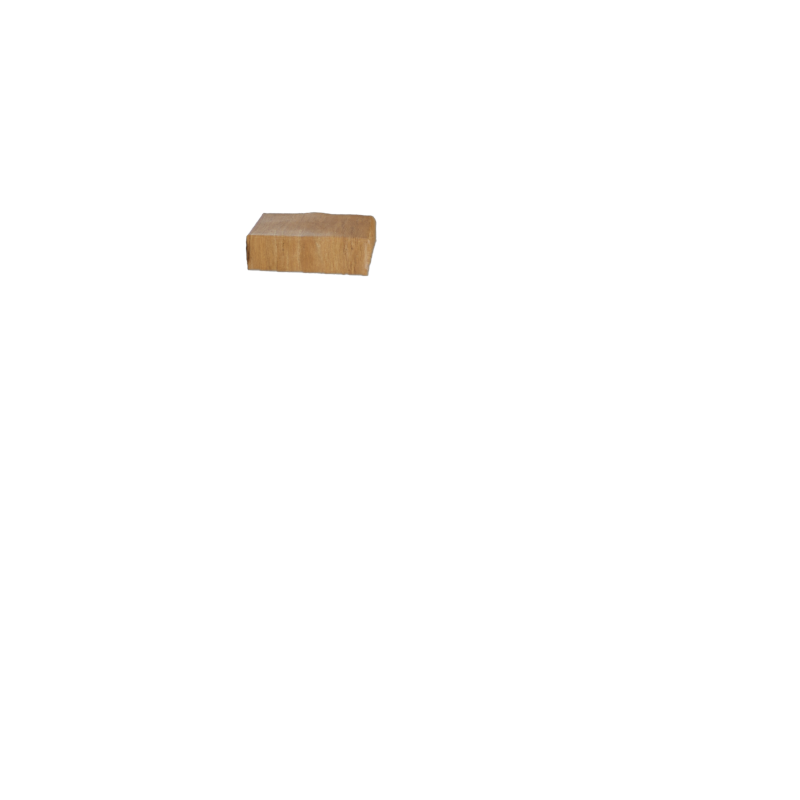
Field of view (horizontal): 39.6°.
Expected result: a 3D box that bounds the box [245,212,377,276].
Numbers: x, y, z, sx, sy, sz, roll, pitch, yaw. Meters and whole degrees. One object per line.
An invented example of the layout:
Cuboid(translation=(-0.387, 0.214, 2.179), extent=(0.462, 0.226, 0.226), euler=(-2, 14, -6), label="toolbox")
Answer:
Cuboid(translation=(-0.063, -0.116, 0.812), extent=(0.090, 0.029, 0.076), euler=(2, 21, 4), label="box")
